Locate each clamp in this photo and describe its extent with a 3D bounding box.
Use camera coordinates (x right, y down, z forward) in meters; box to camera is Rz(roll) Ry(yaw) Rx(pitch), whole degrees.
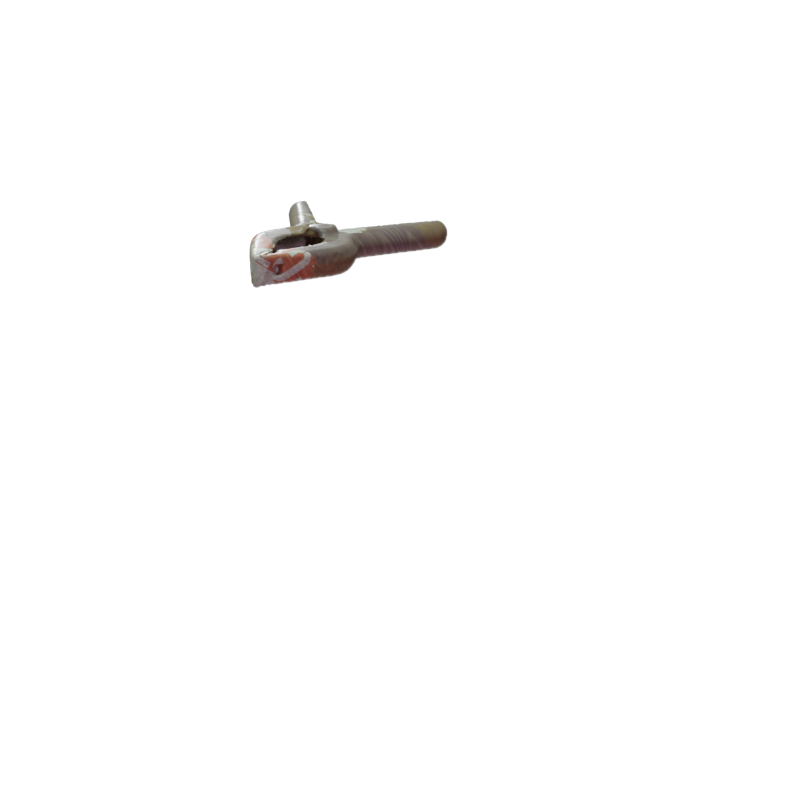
[{"bbox_3d":[-0.078,-0.142,0.994,0.173,0.035,0.208,14,26,32],"label":"clamp"}]
